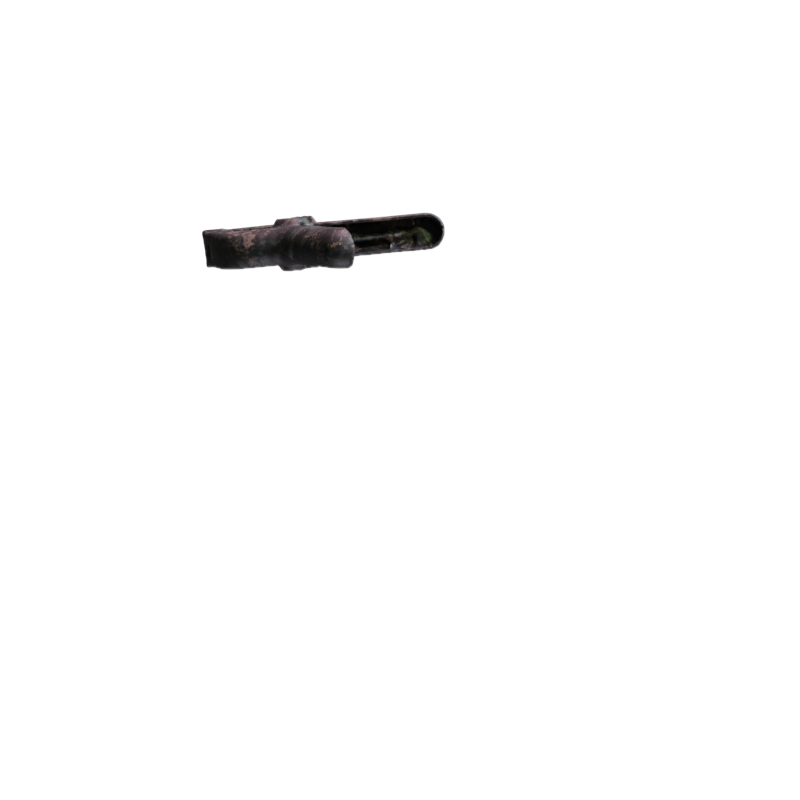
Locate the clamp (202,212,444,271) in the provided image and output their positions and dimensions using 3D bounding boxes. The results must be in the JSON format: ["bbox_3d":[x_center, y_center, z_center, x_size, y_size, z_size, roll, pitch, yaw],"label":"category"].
[{"bbox_3d":[-0.059,-0.107,0.752,0.179,0.039,0.116,8,12,43],"label":"clamp"}]
